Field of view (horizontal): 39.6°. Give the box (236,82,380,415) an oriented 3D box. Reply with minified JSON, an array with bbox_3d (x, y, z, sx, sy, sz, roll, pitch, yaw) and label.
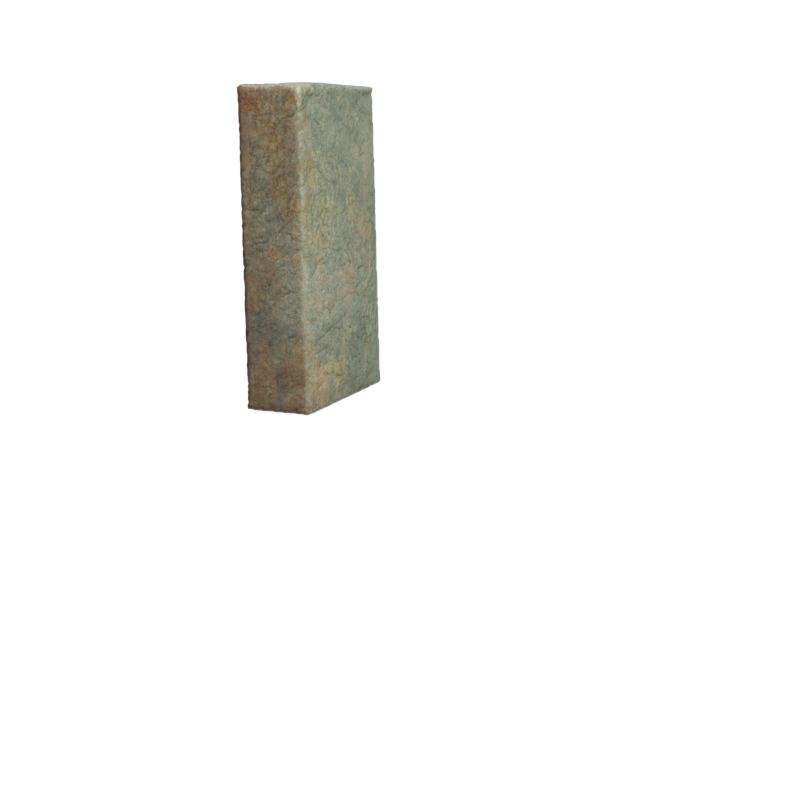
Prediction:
[{"bbox_3d":[-0.049,-0.089,0.624,0.050,0.173,0.092,4,9,25],"label":"box"}]
